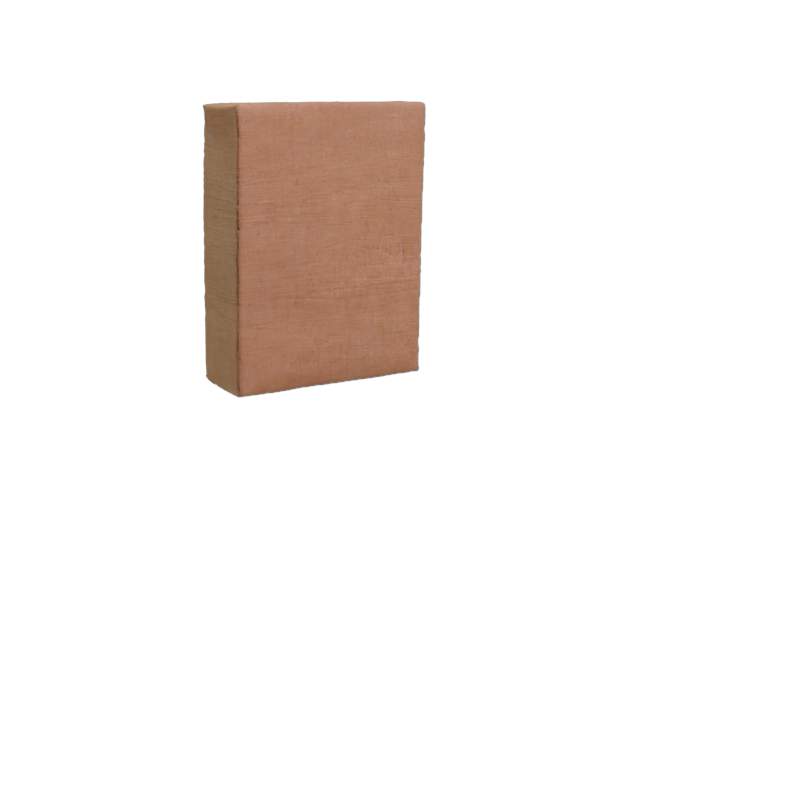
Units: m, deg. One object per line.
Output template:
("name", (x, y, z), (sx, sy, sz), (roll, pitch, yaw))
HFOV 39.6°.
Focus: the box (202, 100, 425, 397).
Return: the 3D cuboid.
("box", (-0.067, -0.122, 0.851), (0.159, 0.209, 0.075), (-6, 11, -32))
